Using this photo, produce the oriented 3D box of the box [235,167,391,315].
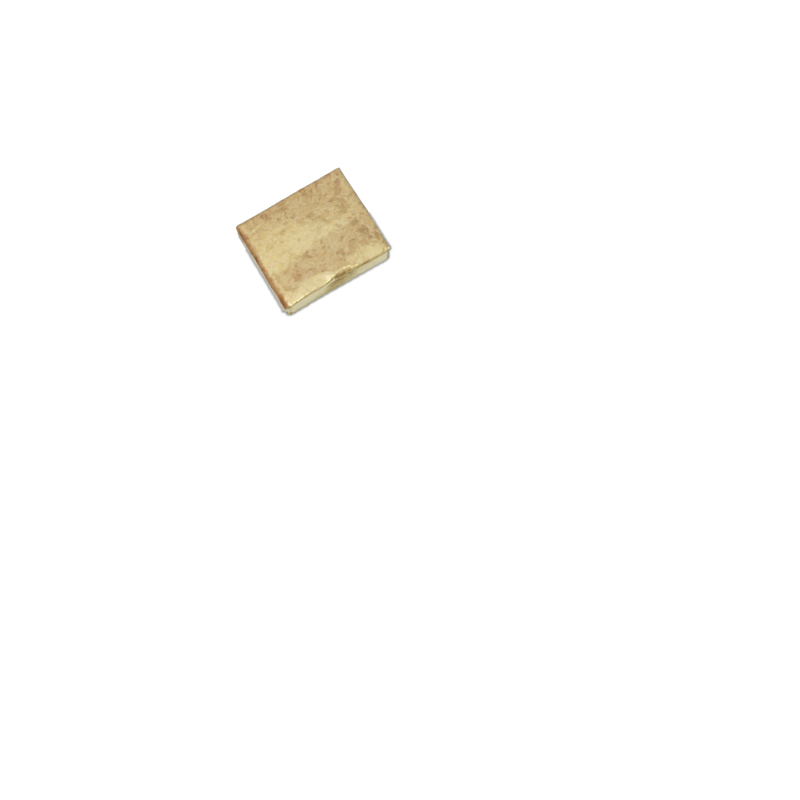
[{"bbox_3d":[-0.063,-0.114,0.801,0.089,0.076,0.029,-30,-14,-9],"label":"box"}]
